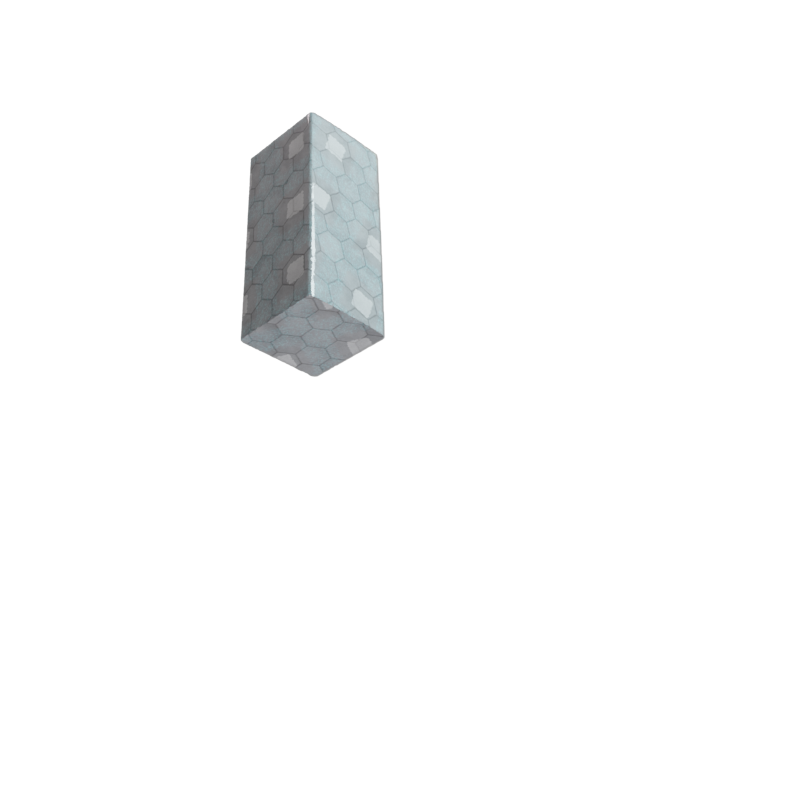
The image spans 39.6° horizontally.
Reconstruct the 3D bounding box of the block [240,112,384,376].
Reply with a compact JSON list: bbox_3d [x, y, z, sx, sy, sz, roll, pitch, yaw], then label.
[{"bbox_3d":[-0.077,-0.141,0.987,0.084,0.221,0.090,29,-46,-36],"label":"block"}]
